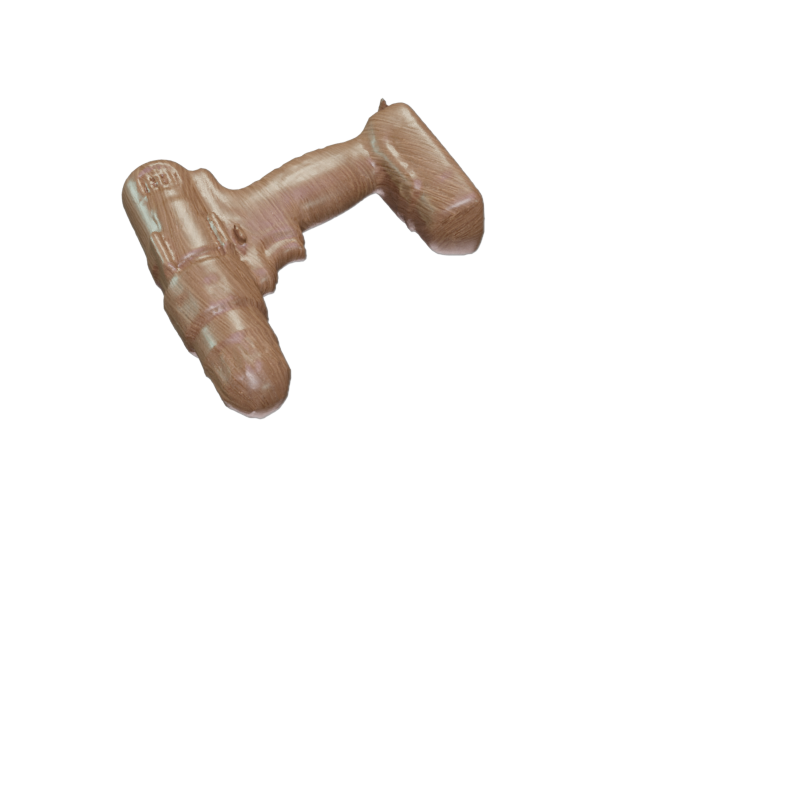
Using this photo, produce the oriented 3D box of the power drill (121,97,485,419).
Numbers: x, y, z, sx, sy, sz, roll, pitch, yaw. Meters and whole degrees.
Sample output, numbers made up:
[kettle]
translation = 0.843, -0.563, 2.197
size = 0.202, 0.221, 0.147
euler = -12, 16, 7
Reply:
[power drill]
translation = -0.050, -0.091, 0.636
size = 0.186, 0.199, 0.053
euler = -21, -34, -16
